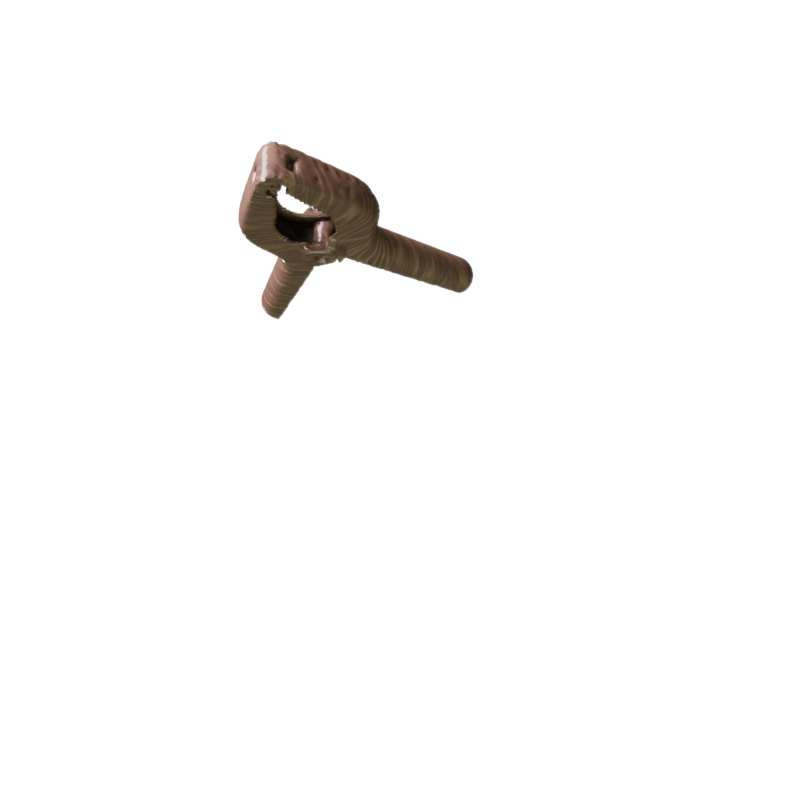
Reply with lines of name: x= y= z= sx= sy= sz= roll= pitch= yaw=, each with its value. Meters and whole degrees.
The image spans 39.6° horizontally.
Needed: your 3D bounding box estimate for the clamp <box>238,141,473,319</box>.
clamp: x=-0.060 y=-0.110 z=0.770 sx=0.167 sy=0.038 sz=0.195 roll=-10 pitch=-24 yaw=24
